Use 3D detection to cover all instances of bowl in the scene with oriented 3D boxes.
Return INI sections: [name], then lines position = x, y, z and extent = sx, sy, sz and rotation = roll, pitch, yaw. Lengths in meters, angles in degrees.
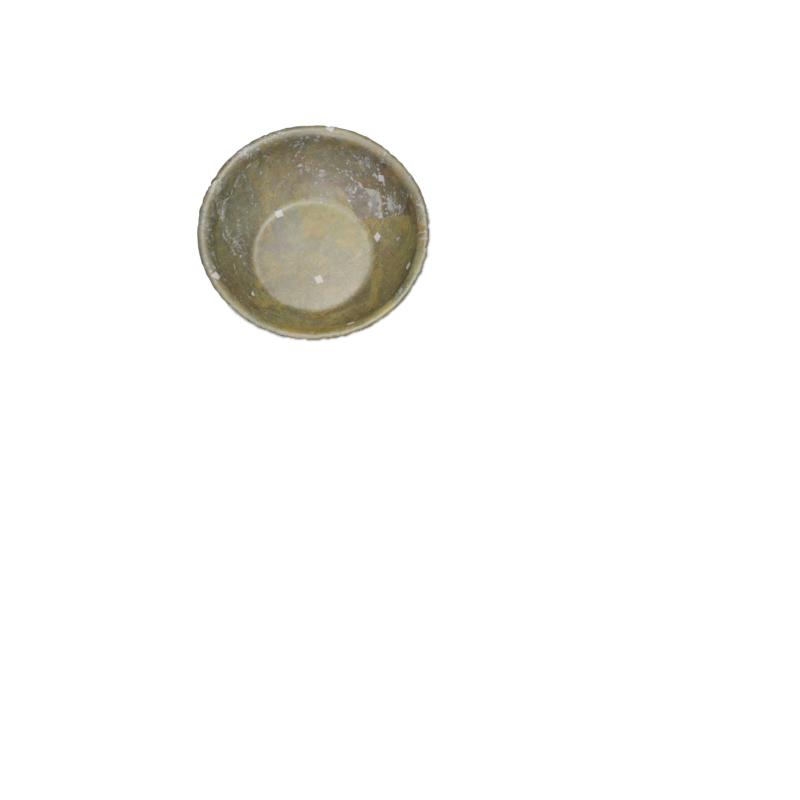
[bowl]
position = -0.062, -0.113, 0.794
extent = 0.162, 0.170, 0.052
rotation = -1, -20, -1
